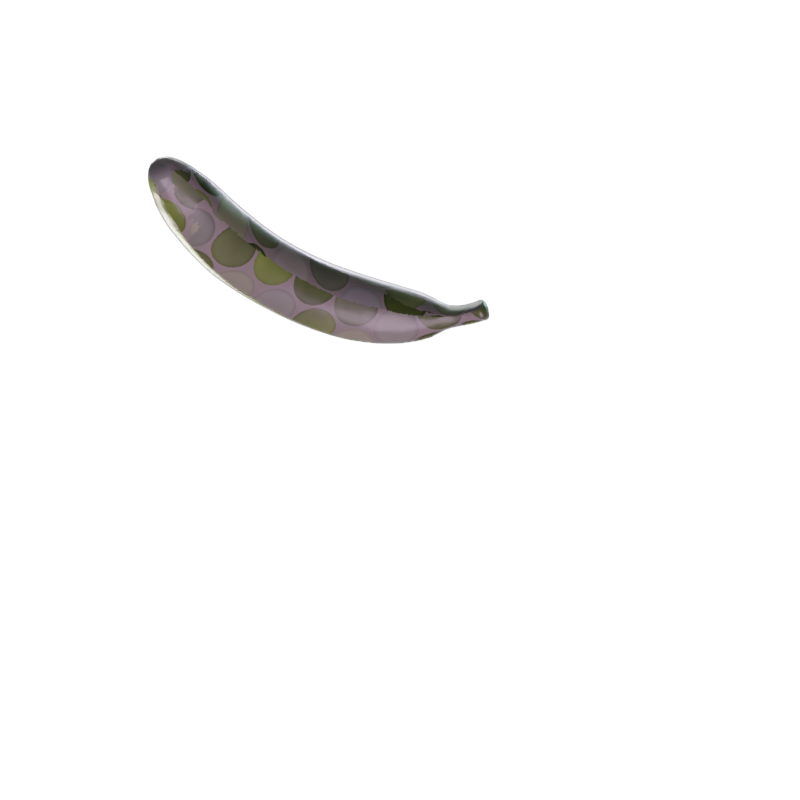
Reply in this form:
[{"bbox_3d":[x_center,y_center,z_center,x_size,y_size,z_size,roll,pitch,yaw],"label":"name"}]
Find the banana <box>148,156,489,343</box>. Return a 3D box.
[{"bbox_3d":[-0.052,-0.071,0.585,0.189,0.039,0.068,21,-46,-22],"label":"banana"}]
